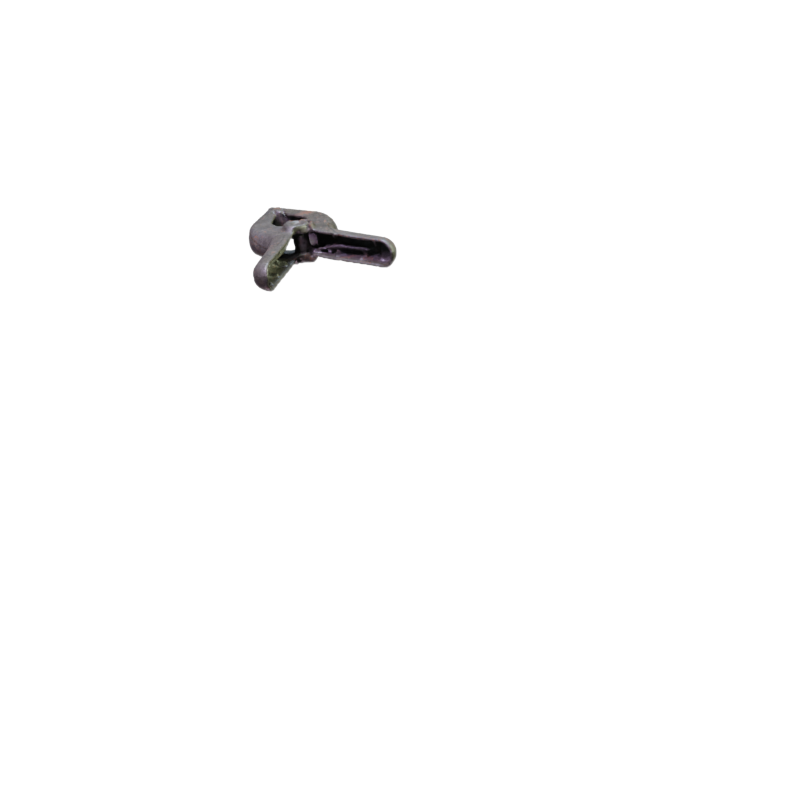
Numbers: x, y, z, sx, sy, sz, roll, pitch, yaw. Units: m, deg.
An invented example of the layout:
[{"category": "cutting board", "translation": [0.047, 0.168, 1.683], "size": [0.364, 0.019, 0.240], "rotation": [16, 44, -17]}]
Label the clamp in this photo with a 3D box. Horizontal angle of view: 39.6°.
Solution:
[{"category": "clamp", "translation": [-0.075, -0.137, 0.963], "size": [0.119, 0.037, 0.182], "rotation": [-5, 26, -11]}]
